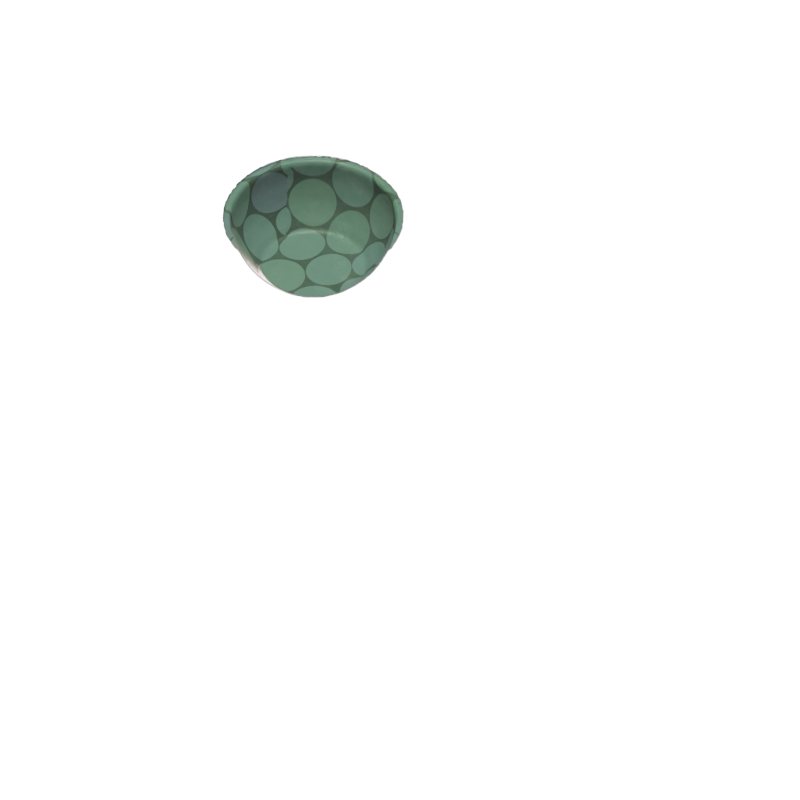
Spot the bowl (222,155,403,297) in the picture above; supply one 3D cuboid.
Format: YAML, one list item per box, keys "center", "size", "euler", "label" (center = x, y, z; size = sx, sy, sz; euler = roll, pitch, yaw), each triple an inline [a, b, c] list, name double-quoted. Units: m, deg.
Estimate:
- center: [-0.076, -0.139, 0.973]
  size: [0.162, 0.059, 0.151]
  euler: [1, -36, -2]
  label: "bowl"
